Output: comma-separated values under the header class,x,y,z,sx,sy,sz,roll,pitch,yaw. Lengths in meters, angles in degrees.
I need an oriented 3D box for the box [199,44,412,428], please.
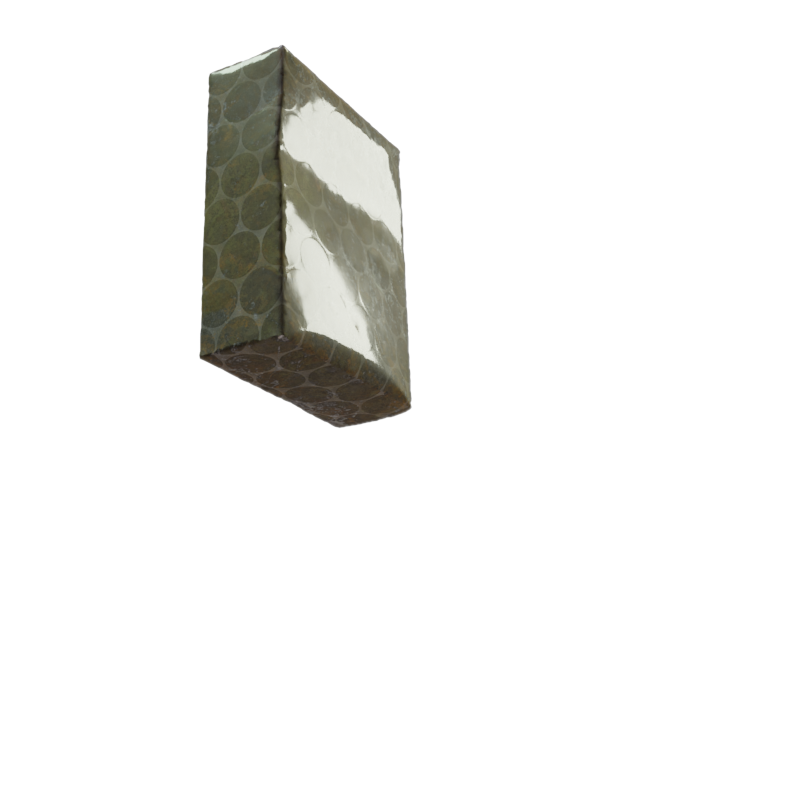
class,x,y,z,sx,sy,sz,roll,pitch,yaw
box,-0.059,-0.108,0.756,0.073,0.226,0.153,-16,-28,27
